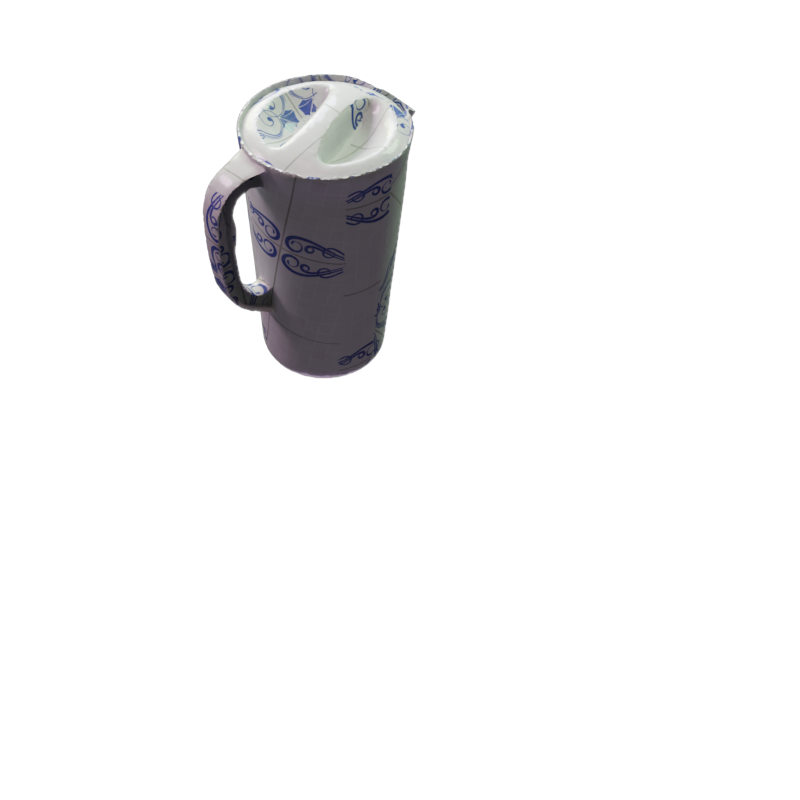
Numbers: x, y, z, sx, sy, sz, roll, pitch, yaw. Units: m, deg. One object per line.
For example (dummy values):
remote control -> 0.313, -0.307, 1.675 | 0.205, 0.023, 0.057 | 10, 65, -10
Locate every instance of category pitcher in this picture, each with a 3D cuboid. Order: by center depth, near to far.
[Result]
pitcher -> -0.071, -0.129, 0.902 | 0.150, 0.154, 0.226 | 6, -44, 3
